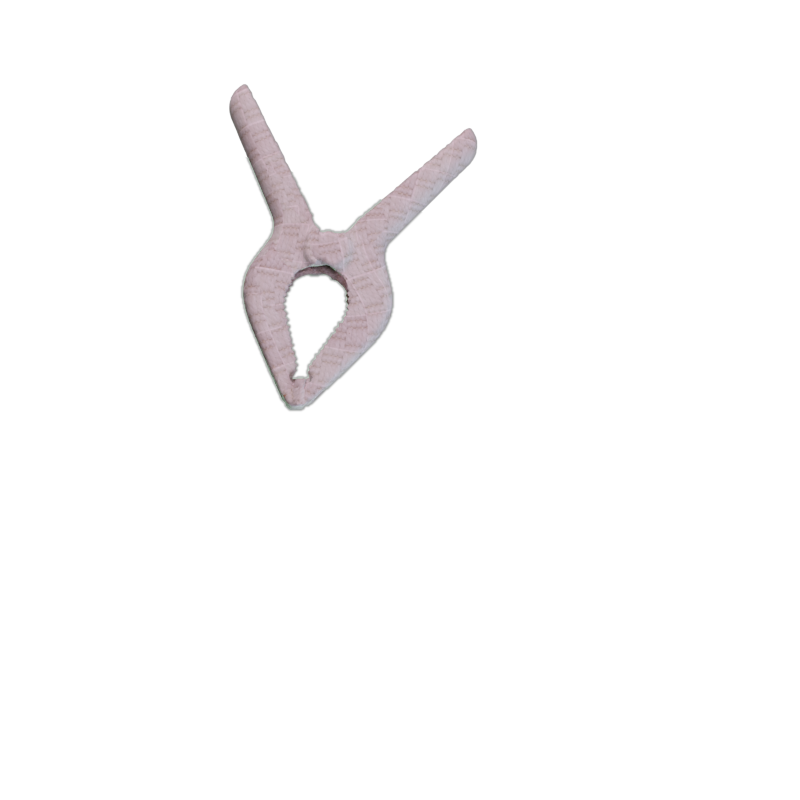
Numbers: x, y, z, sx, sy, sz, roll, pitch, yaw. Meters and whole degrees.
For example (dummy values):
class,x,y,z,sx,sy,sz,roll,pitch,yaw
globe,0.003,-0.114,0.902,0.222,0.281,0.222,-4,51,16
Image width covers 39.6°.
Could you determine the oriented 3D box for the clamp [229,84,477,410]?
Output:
class,x,y,z,sx,sy,sz,roll,pitch,yaw
clamp,-0.056,-0.101,0.709,0.166,0.216,0.035,17,-14,4
